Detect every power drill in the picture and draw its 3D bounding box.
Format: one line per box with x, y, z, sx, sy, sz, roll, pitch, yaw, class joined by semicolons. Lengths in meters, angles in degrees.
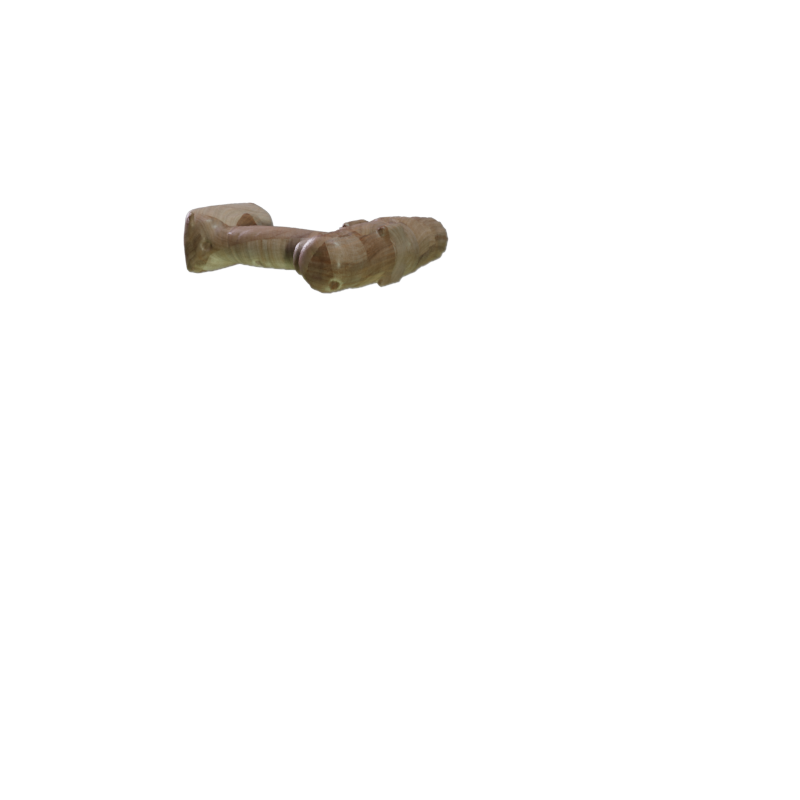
-0.073;-0.133;0.935;0.196;0.056;0.181;9;16;32;power drill
